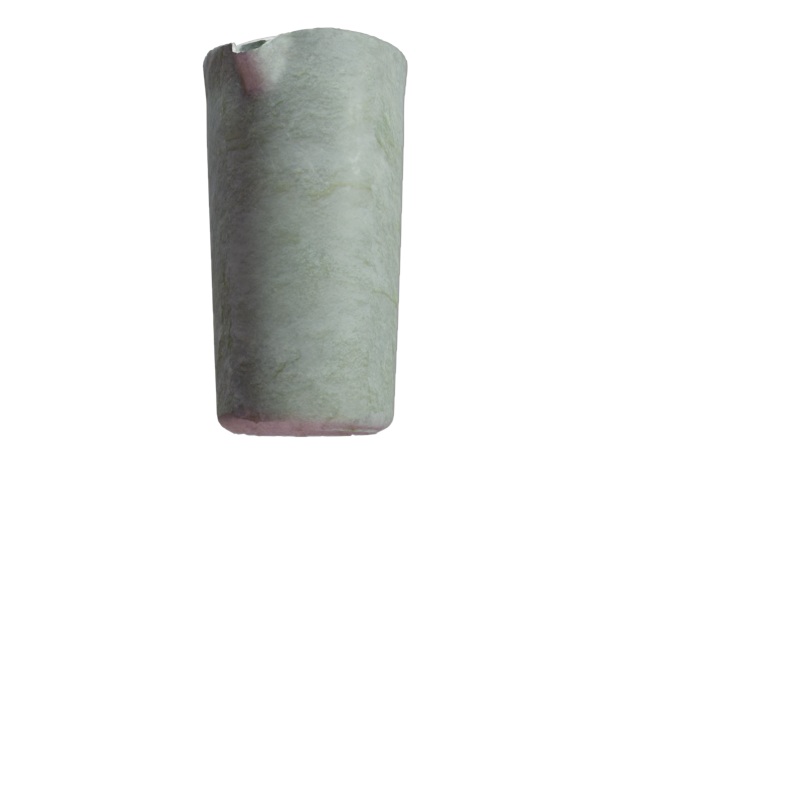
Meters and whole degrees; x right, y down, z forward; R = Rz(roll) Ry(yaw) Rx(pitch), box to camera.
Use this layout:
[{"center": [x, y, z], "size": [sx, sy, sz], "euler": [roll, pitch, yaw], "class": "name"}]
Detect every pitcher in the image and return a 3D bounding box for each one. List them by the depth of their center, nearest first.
[{"center": [-0.055, -0.101, 0.707], "size": [0.144, 0.250, 0.146], "euler": [4, -11, -24], "class": "pitcher"}]
